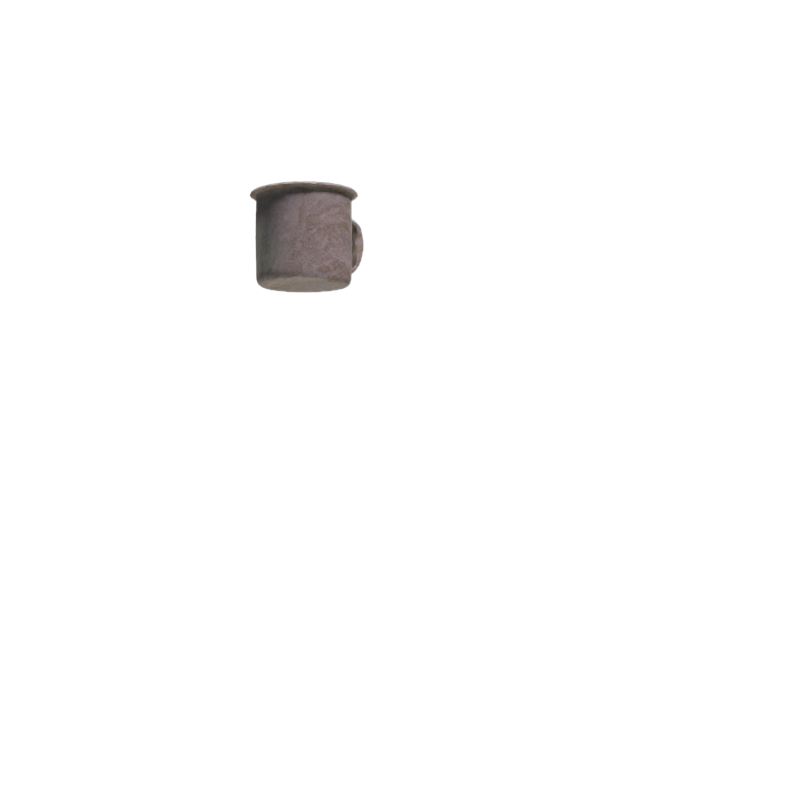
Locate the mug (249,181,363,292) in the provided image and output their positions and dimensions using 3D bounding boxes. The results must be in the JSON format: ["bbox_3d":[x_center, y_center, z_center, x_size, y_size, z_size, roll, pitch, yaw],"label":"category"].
[{"bbox_3d":[-0.075,-0.137,0.958,0.096,0.083,0.111,-5,-8,40],"label":"mug"}]
